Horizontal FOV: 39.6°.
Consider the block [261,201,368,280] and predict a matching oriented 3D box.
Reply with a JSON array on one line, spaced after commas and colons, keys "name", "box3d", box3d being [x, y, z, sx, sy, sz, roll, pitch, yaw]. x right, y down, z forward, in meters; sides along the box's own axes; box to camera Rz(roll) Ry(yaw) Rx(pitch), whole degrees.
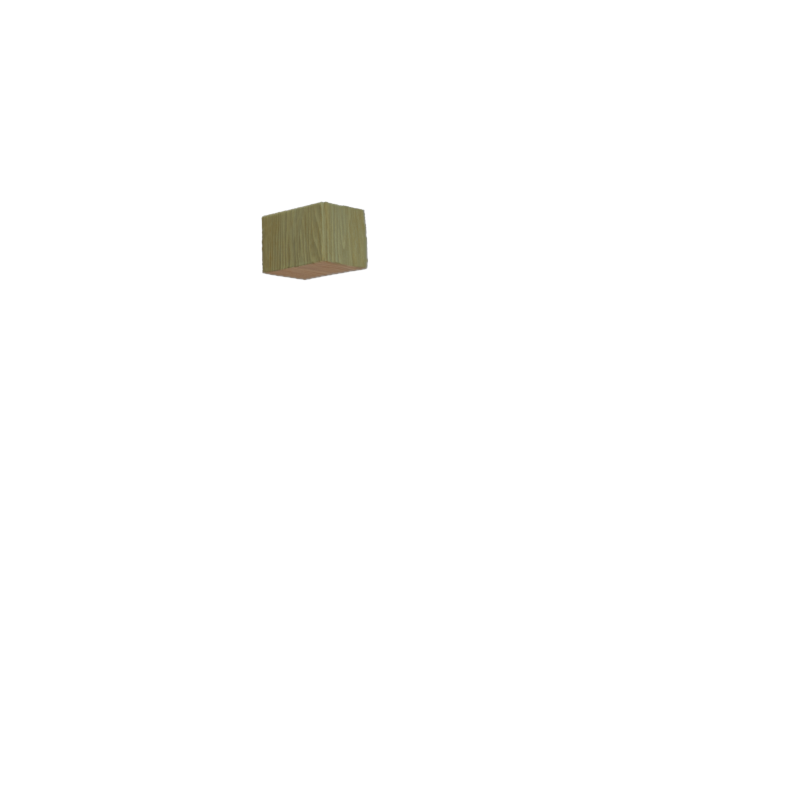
[{"name": "block", "box3d": [-0.073, -0.133, 0.929, 0.080, 0.052, 0.050, -5, -9, 43]}]
